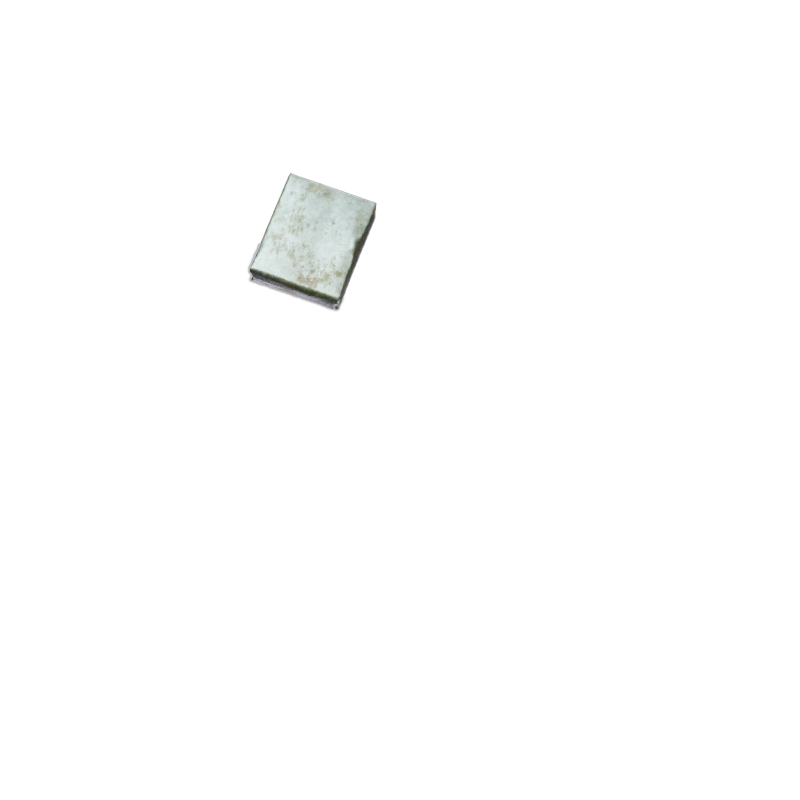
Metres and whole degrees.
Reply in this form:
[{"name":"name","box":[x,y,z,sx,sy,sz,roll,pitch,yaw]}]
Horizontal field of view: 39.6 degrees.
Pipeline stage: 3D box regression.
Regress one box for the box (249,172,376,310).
[{"name":"box","box":[-0.067,-0.122,0.853,0.074,0.092,0.029,19,-21,7]}]
